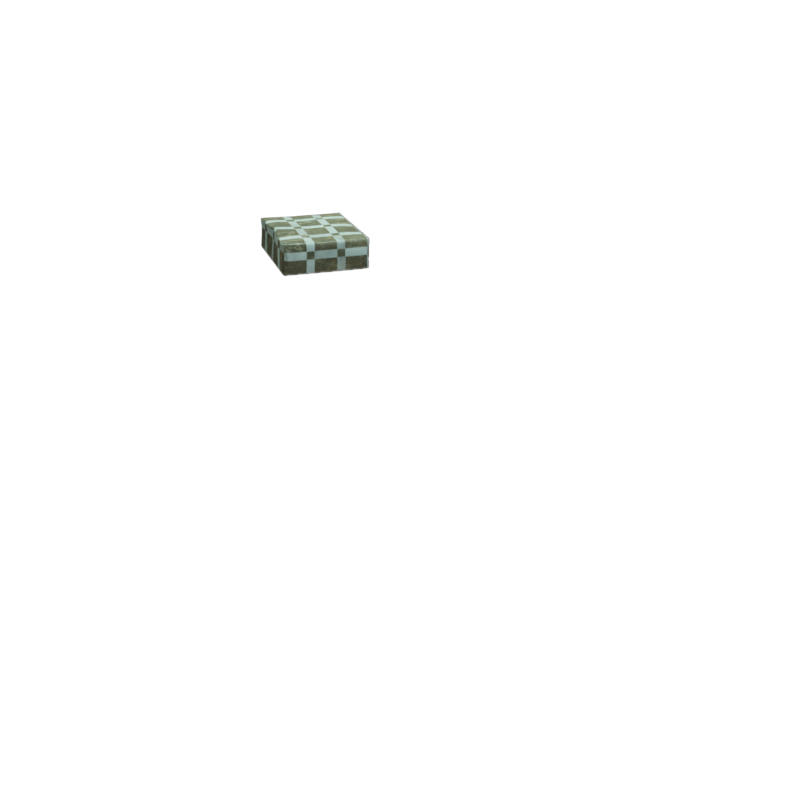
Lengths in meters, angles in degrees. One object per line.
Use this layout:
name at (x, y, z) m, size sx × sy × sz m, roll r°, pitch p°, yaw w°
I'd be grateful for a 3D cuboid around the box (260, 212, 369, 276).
box at (-0.073, -0.133, 0.932) m, size 0.072 × 0.029 × 0.095 m, roll -6°, pitch 24°, yaw -16°
